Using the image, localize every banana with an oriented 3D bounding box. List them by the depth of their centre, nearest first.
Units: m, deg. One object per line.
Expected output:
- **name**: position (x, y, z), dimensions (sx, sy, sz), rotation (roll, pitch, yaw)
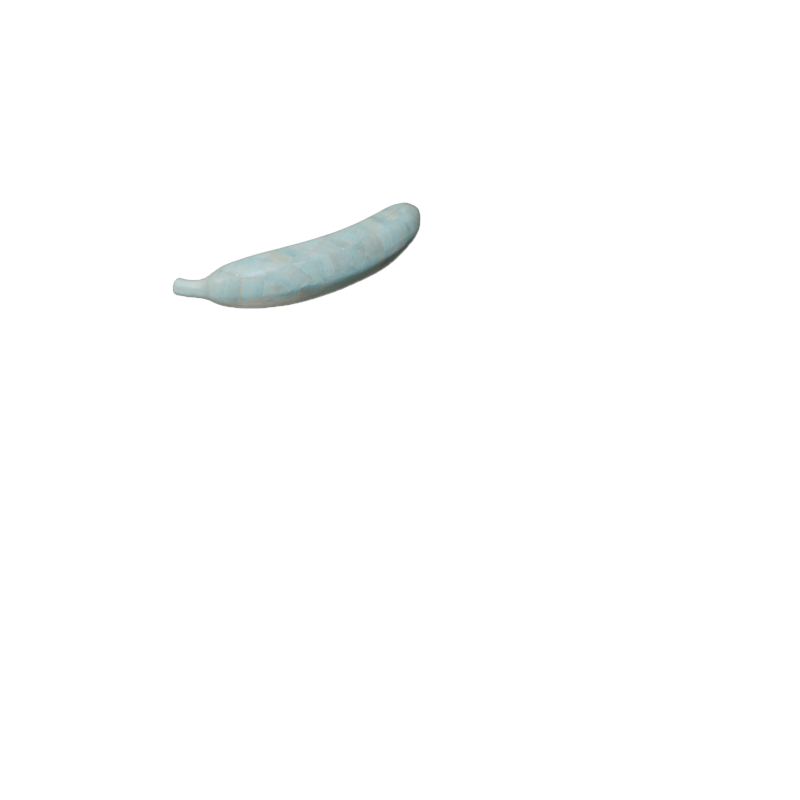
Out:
- **banana**: position (-0.052, -0.099, 0.751), dimensions (0.195, 0.034, 0.075), rotation (-21, 38, -29)
